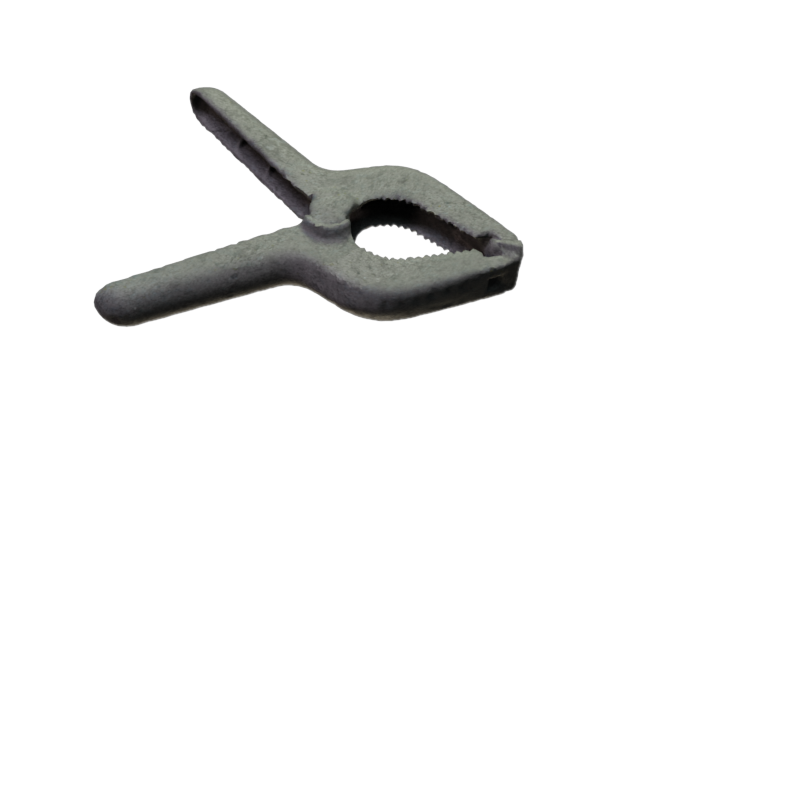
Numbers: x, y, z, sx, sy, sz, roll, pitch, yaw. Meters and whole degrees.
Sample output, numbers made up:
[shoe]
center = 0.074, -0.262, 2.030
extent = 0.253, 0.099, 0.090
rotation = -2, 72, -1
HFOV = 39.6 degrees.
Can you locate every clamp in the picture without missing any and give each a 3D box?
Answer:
[clamp]
center = -0.045, -0.082, 0.577
extent = 0.215, 0.172, 0.034
rotation = 17, -34, 11
